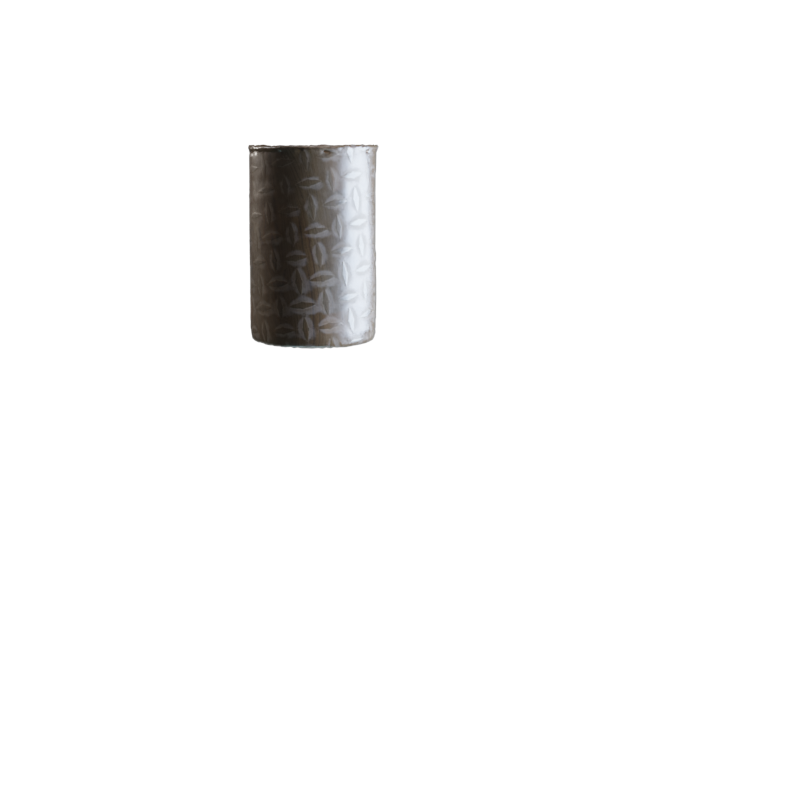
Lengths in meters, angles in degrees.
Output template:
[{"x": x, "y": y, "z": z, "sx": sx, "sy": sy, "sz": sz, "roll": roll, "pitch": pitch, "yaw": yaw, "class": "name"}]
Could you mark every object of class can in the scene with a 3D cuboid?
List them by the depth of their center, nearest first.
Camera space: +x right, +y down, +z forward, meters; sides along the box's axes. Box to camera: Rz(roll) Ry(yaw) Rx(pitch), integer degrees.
[{"x": -0.046, "y": -0.083, "z": 0.583, "sx": 0.068, "sy": 0.101, "sz": 0.070, "roll": 0, "pitch": 8, "yaw": -2, "class": "can"}]
